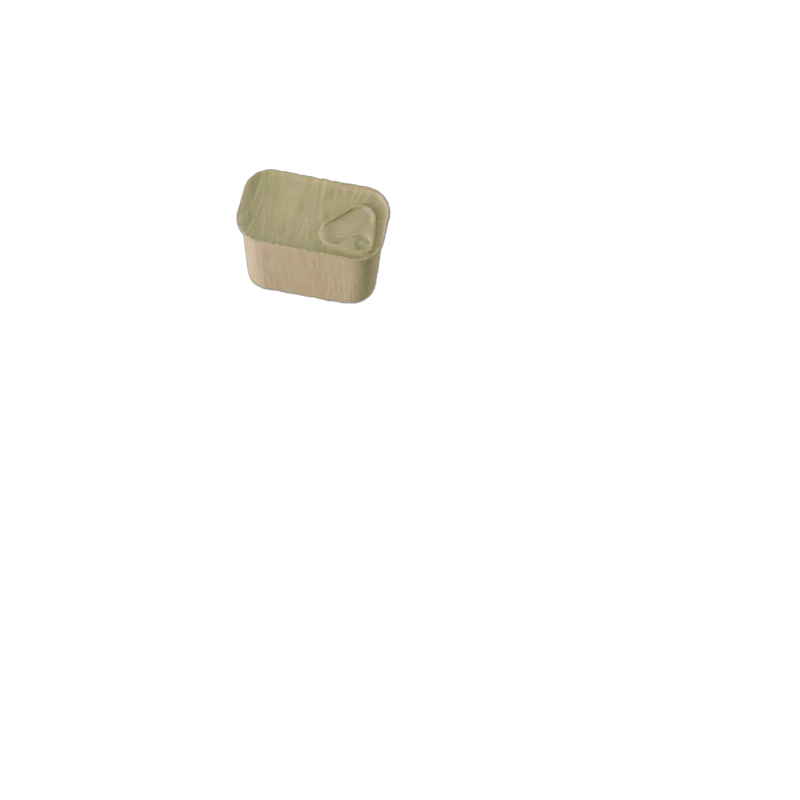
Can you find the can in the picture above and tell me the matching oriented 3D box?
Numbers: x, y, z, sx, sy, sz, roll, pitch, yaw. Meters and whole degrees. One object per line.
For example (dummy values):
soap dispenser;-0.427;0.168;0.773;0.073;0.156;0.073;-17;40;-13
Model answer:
can;-0.061;-0.112;0.785;0.103;0.060;0.079;11;-23;3
